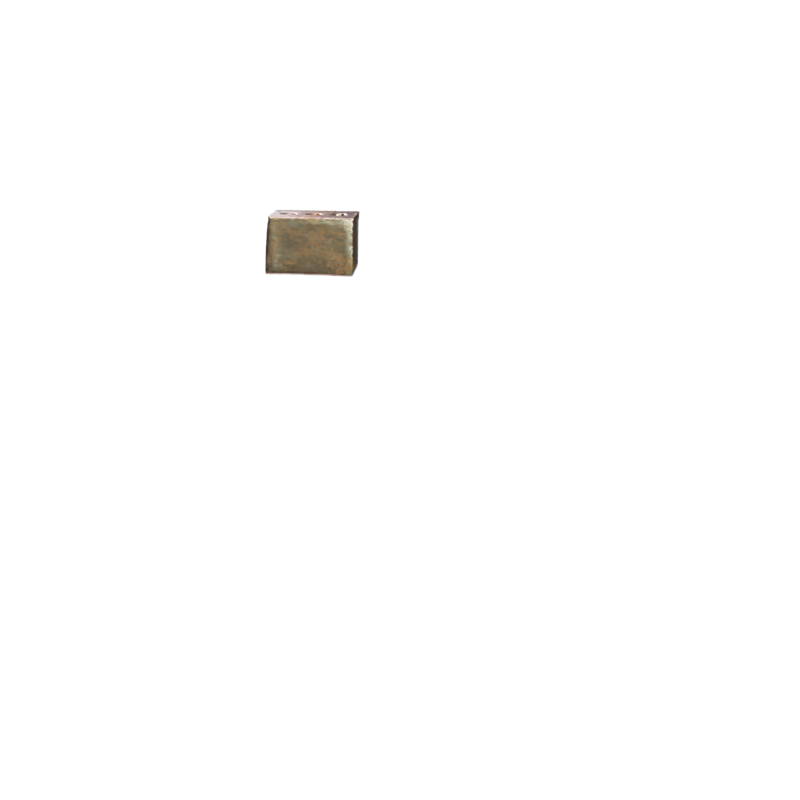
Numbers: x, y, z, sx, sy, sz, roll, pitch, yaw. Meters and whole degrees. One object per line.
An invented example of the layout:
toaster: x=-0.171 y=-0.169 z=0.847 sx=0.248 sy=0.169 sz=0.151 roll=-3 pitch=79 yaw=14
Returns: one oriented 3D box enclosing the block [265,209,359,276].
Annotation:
block: x=-0.077 y=-0.140 z=0.978 sx=0.079 sy=0.050 sz=0.054 roll=2 pitch=14 yaw=6
